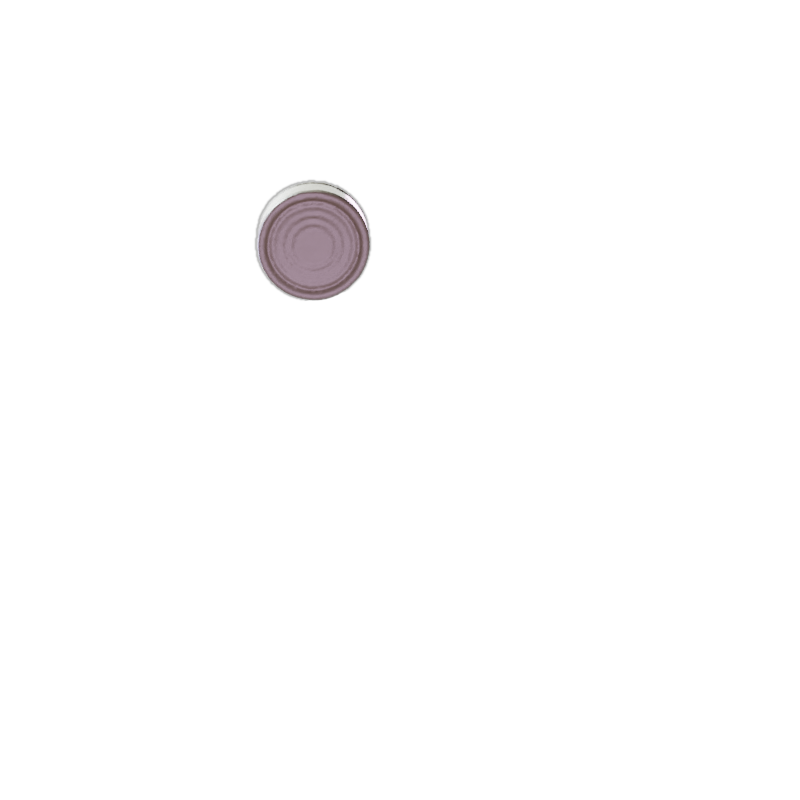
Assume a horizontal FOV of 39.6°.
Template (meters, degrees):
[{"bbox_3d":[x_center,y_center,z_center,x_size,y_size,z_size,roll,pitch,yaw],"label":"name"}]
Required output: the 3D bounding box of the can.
[{"bbox_3d":[-0.065,-0.119,0.831,0.086,0.083,0.035,0,15,-1],"label":"can"}]
